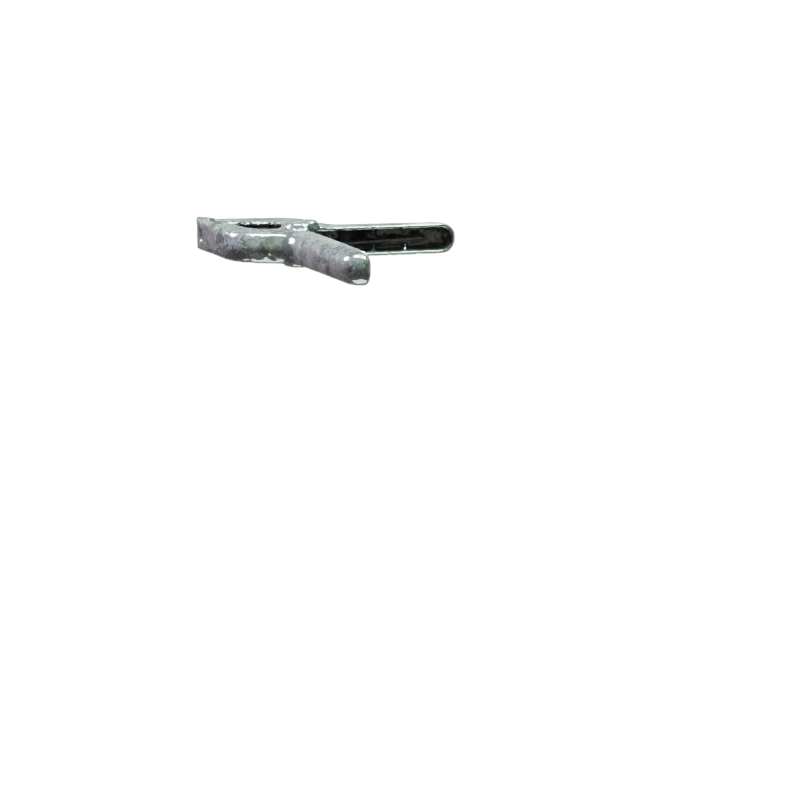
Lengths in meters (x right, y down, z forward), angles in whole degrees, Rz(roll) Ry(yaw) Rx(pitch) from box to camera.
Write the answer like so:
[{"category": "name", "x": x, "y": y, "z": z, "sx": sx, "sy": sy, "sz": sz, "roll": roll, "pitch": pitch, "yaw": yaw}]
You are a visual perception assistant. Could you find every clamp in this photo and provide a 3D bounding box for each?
[{"category": "clamp", "x": -0.070, "y": -0.128, "z": 0.899, "sx": 0.220, "sy": 0.035, "sz": 0.162, "roll": 11, "pitch": 20, "yaw": 33}]
